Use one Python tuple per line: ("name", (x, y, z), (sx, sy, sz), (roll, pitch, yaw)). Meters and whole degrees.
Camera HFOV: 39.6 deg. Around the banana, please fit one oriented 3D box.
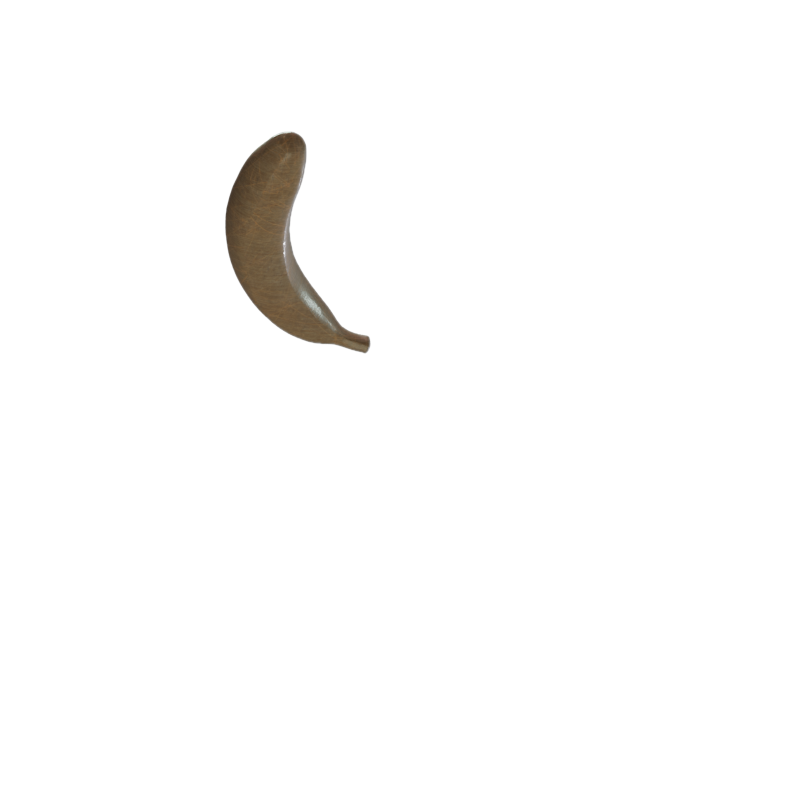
("banana", (-0.069, -0.089, 0.659), (0.070, 0.039, 0.183), (-7, -33, 9))
